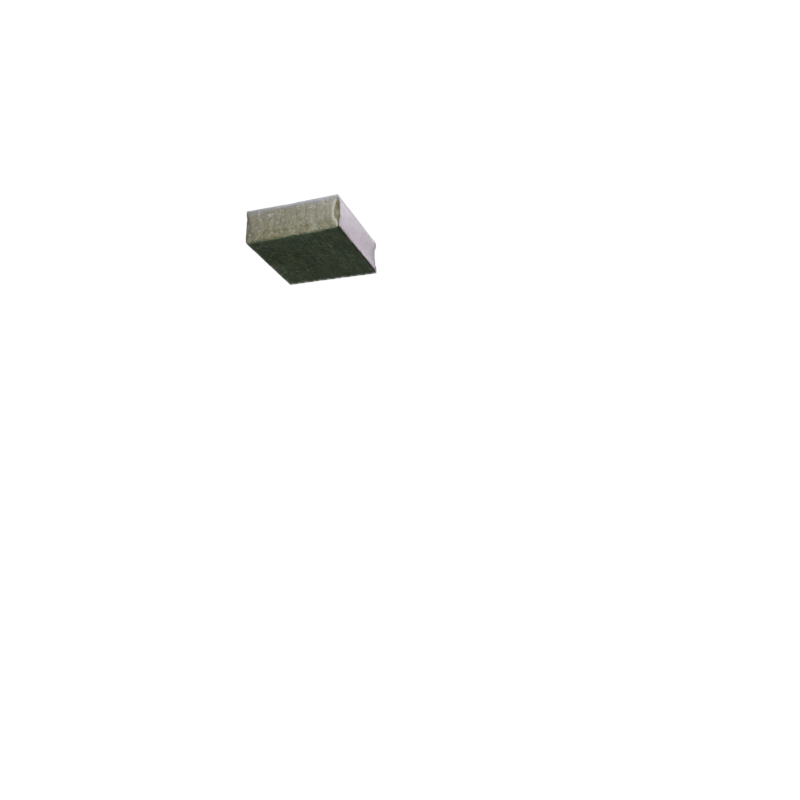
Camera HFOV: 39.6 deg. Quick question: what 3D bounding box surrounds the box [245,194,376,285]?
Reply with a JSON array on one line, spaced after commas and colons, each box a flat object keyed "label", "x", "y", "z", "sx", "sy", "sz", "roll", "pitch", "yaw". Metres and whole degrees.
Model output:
[{"label": "box", "x": -0.065, "y": -0.119, "z": 0.836, "sx": 0.074, "sy": 0.032, "sz": 0.083, "roll": -7, "pitch": -20, "yaw": 19}]
